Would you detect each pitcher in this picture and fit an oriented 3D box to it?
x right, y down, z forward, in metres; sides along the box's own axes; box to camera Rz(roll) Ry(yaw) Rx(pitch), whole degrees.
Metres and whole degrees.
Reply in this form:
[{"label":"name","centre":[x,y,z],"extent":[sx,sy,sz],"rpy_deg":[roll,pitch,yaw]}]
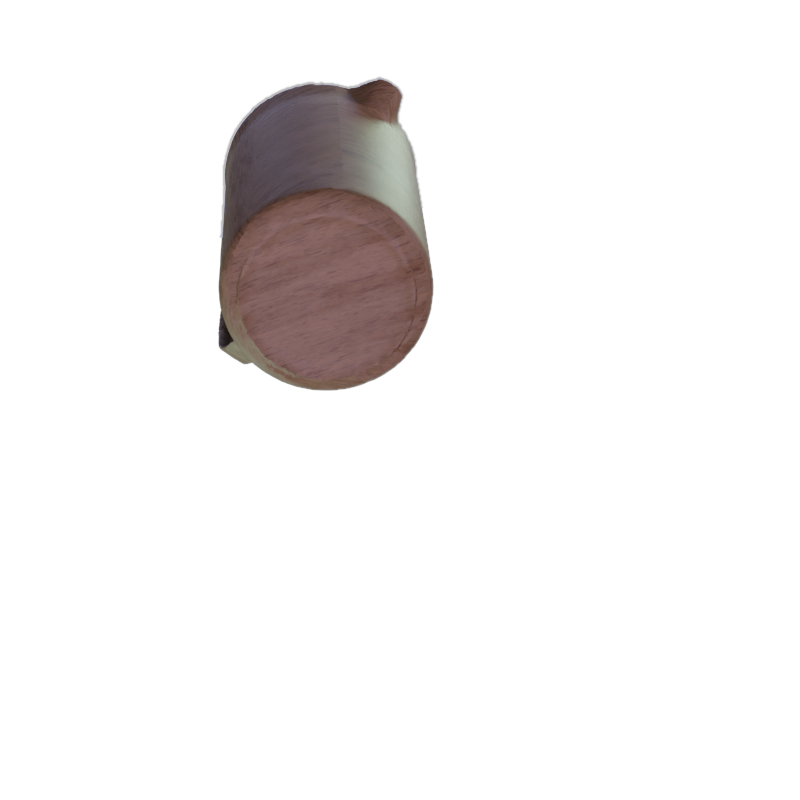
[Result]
[{"label":"pitcher","centre":[-0.052,-0.094,0.661],"extent":[0.145,0.142,0.255],"rpy_deg":[-9,24,0]}]
